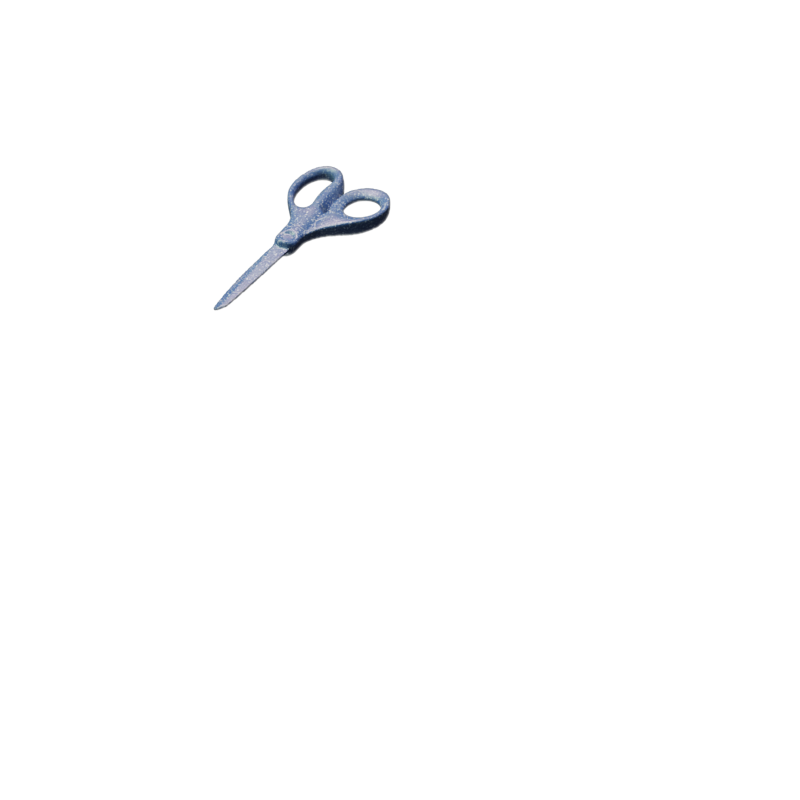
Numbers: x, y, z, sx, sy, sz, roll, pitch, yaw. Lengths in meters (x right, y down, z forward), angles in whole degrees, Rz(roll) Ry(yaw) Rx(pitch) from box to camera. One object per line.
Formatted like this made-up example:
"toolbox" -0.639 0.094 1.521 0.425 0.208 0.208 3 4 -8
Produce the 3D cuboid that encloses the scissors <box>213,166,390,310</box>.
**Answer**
"scissors" -0.069 -0.126 0.884 0.098 0.015 0.212 9 43 10
